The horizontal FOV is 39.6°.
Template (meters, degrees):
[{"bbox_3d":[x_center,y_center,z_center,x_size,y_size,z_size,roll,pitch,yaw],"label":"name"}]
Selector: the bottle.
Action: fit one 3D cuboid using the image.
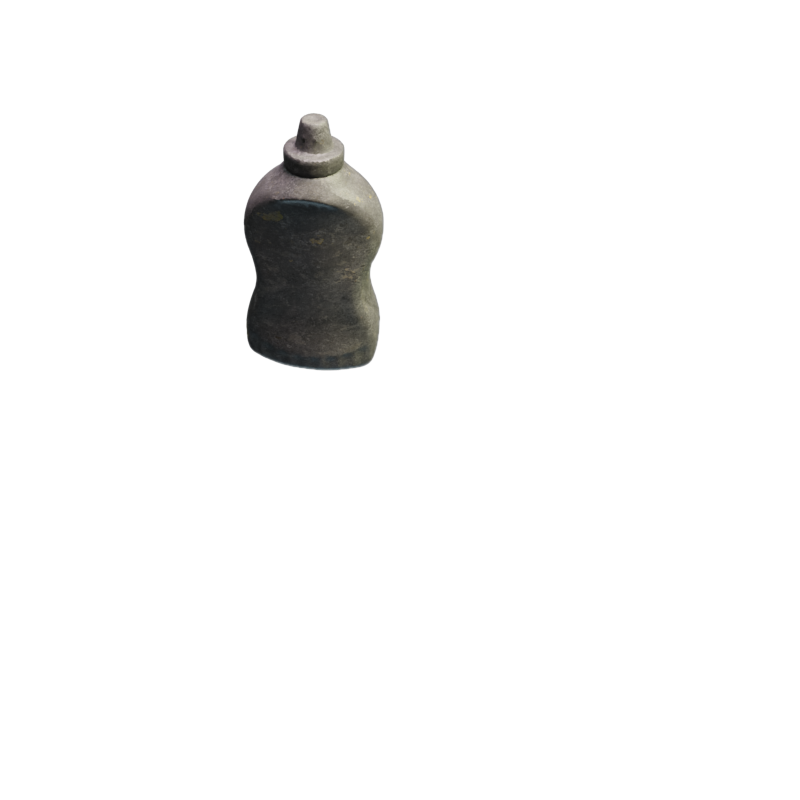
[{"bbox_3d":[-0.061,-0.111,0.774,0.098,0.179,0.061,9,37,8],"label":"bottle"}]
